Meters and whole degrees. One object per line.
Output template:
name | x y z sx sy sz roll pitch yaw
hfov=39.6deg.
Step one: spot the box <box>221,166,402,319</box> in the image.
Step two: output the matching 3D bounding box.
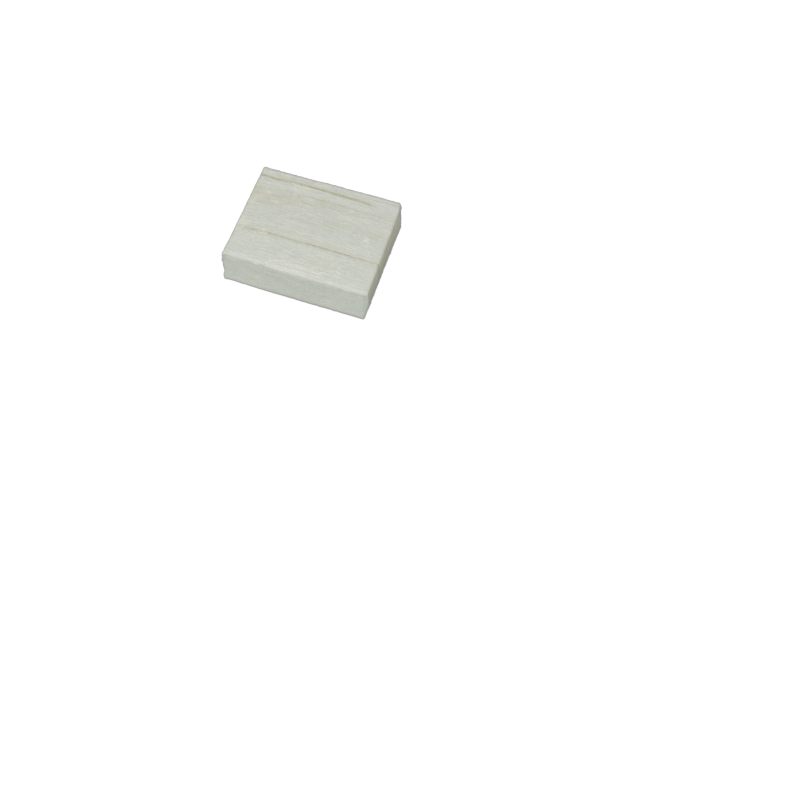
box | -0.064 -0.117 0.822 0.116 0.094 0.036 14 -35 10
